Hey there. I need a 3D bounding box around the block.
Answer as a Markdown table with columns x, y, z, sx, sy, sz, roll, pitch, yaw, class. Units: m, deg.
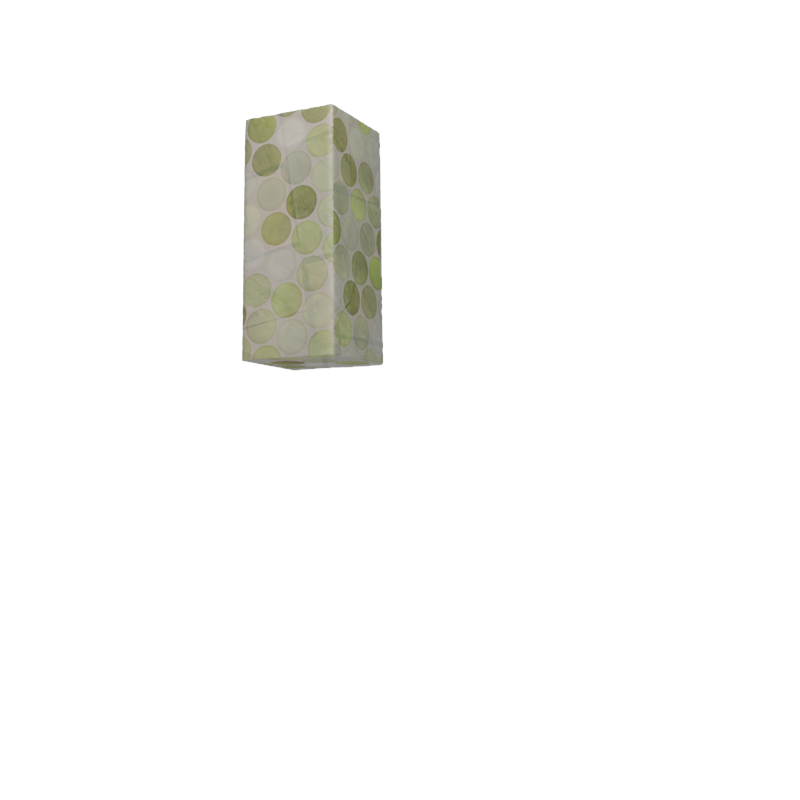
| x | y | z | sx | sy | sz | roll | pitch | yaw | class |
| --- | --- | --- | --- | --- | --- | --- | --- | --- | --- |
| -0.074 | -0.134 | 0.942 | 0.092 | 0.212 | 0.086 | -6 | -12 | 26 | block |
